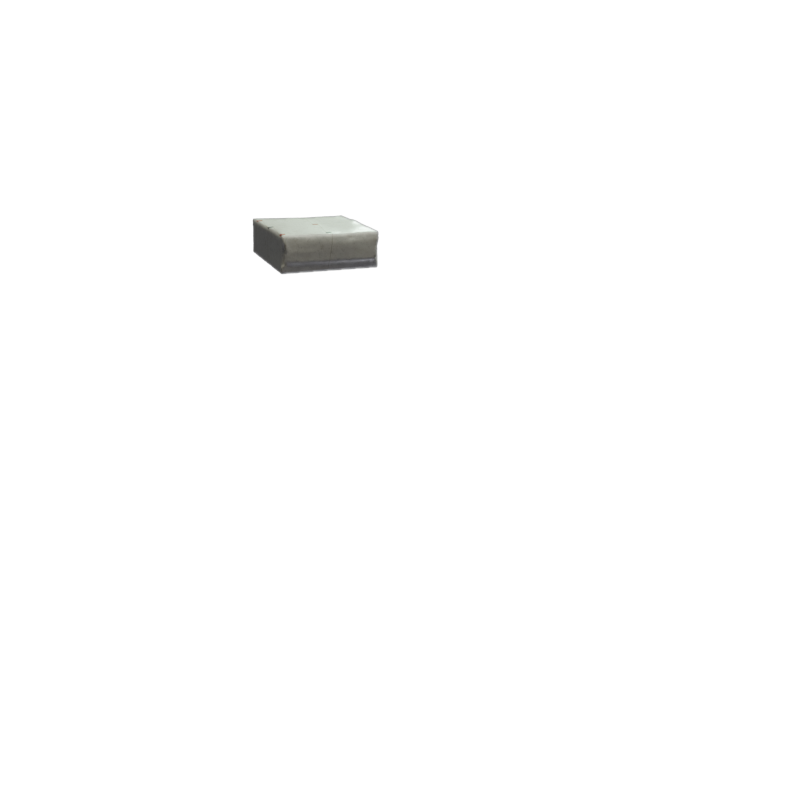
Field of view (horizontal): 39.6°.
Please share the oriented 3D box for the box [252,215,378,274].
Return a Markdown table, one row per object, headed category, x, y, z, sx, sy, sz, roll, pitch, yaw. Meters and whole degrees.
| category | x | y | z | sx | sy | sz | roll | pitch | yaw |
| --- | --- | --- | --- | --- | --- | --- | --- | --- | --- |
| box | -0.064 | -0.117 | 0.821 | 0.072 | 0.029 | 0.094 | -5 | 17 | -18 |
